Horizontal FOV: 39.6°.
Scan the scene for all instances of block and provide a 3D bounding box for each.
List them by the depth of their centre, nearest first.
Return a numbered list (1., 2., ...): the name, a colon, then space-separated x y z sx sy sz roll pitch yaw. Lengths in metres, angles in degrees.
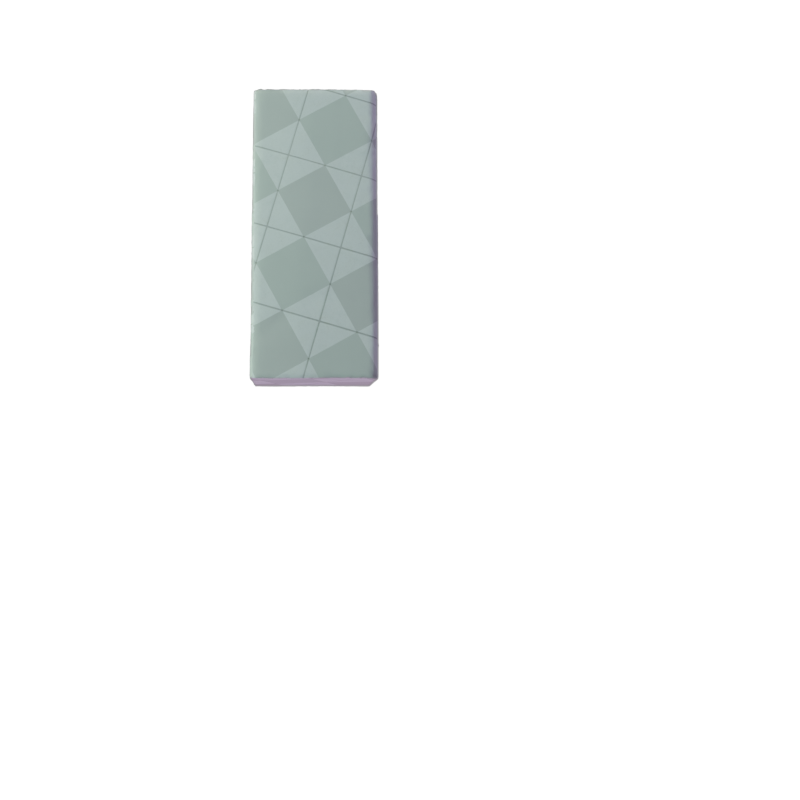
1. block: -0.063 -0.116 0.815 0.090 0.211 0.089 0 -10 -4
